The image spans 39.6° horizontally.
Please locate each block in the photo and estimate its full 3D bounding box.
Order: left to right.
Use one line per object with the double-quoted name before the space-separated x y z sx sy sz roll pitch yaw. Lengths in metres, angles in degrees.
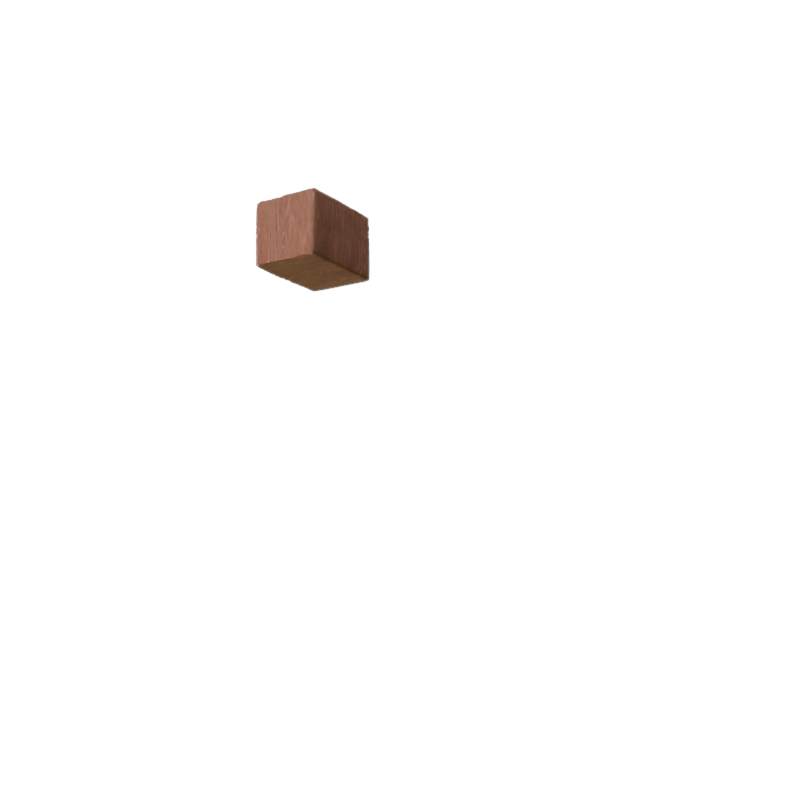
"block" -0.064 -0.118 0.823 0.054 0.053 0.073 -10 -17 30
